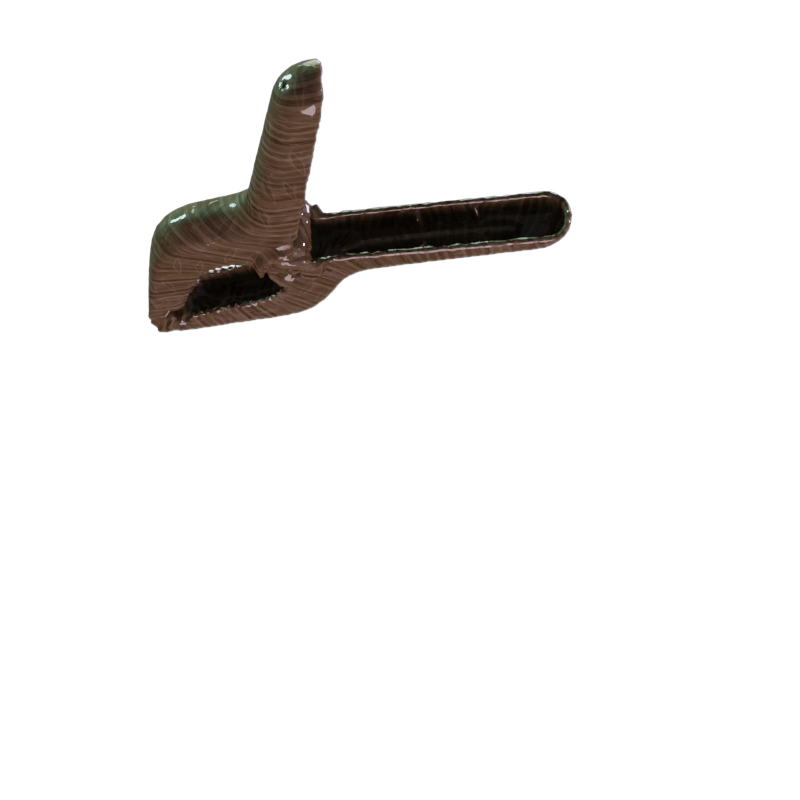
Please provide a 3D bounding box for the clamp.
[{"bbox_3d":[-0.040,-0.073,0.509,0.156,0.038,0.210,17,-27,-36],"label":"clamp"}]
